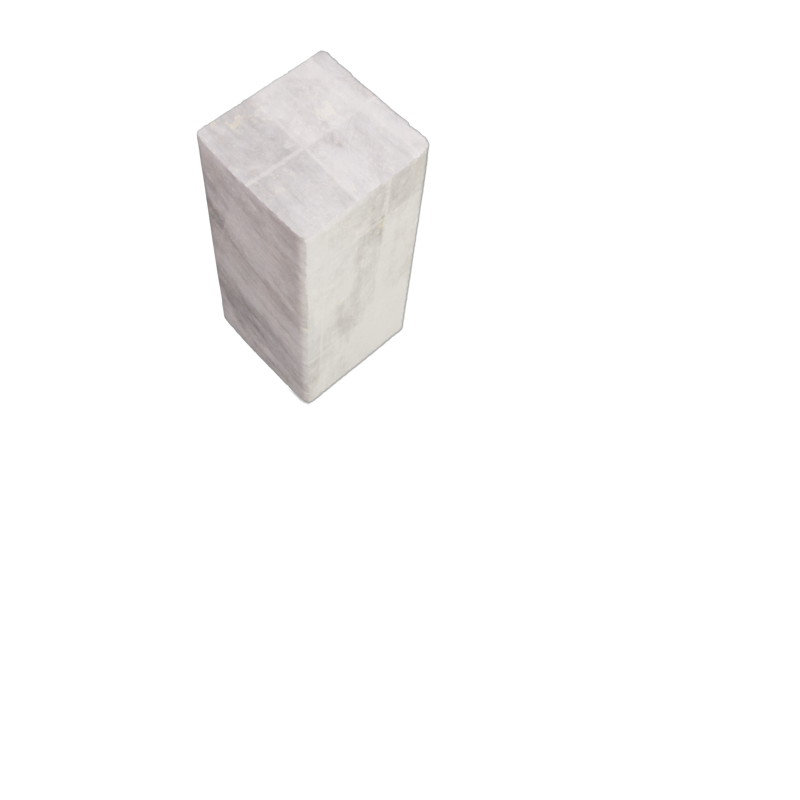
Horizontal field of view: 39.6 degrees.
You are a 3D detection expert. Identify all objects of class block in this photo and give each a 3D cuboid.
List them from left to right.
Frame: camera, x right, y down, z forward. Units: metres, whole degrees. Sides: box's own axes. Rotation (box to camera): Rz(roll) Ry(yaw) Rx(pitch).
[{"bbox_3d":[-0.051,-0.094,0.659,0.091,0.095,0.194,-38,-18,-19],"label":"block"}]
